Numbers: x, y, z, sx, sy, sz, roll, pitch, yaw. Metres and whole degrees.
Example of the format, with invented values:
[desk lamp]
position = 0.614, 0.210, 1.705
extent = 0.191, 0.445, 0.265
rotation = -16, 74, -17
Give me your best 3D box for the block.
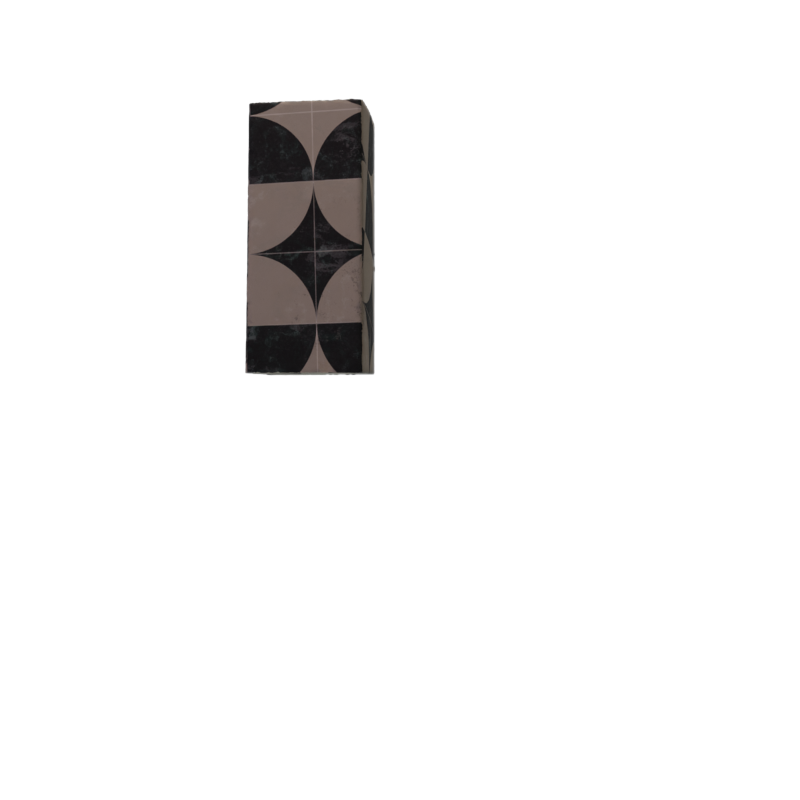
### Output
[block]
position = -0.068, -0.124, 0.870
extent = 0.092, 0.210, 0.088
rotation = -1, -6, 7
